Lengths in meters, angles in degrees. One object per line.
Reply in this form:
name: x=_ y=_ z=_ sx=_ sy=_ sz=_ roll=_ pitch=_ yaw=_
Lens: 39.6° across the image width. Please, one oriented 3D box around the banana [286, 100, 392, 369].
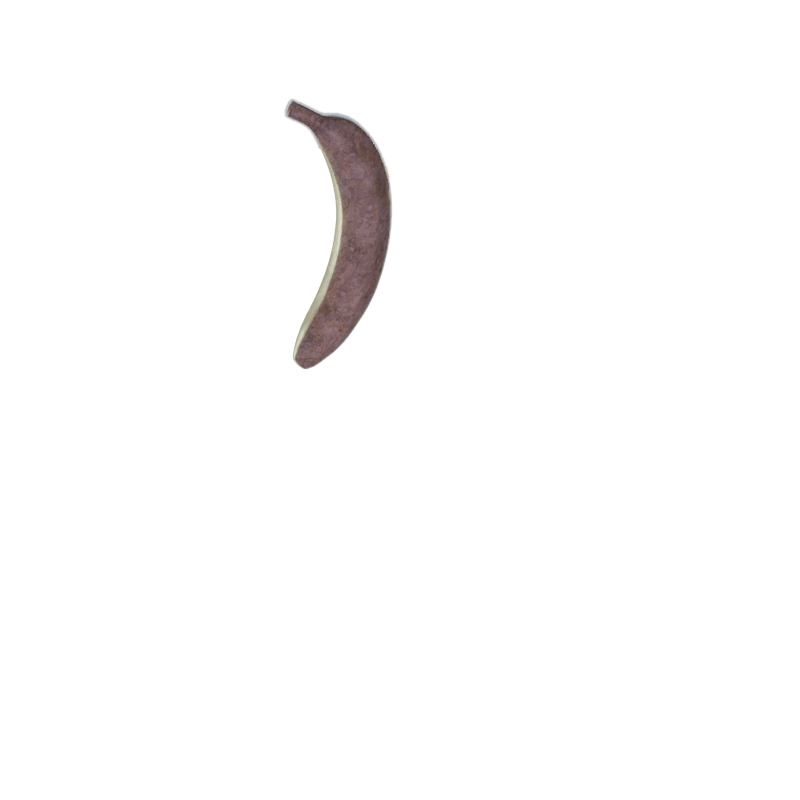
banana: x=-0.040 y=-0.111 z=0.752 sx=0.069 sy=0.187 sz=0.039 roll=0 pitch=25 yaw=-1
